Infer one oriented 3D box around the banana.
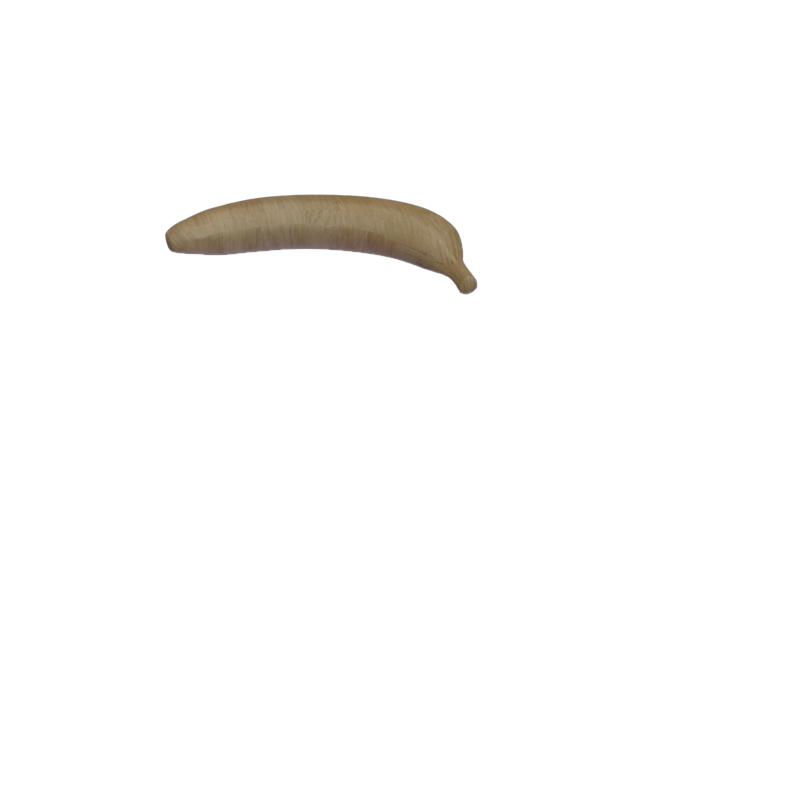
[{"bbox_3d":[-0.046,-0.106,0.696,0.202,0.035,0.072,8,29,14],"label":"banana"}]
